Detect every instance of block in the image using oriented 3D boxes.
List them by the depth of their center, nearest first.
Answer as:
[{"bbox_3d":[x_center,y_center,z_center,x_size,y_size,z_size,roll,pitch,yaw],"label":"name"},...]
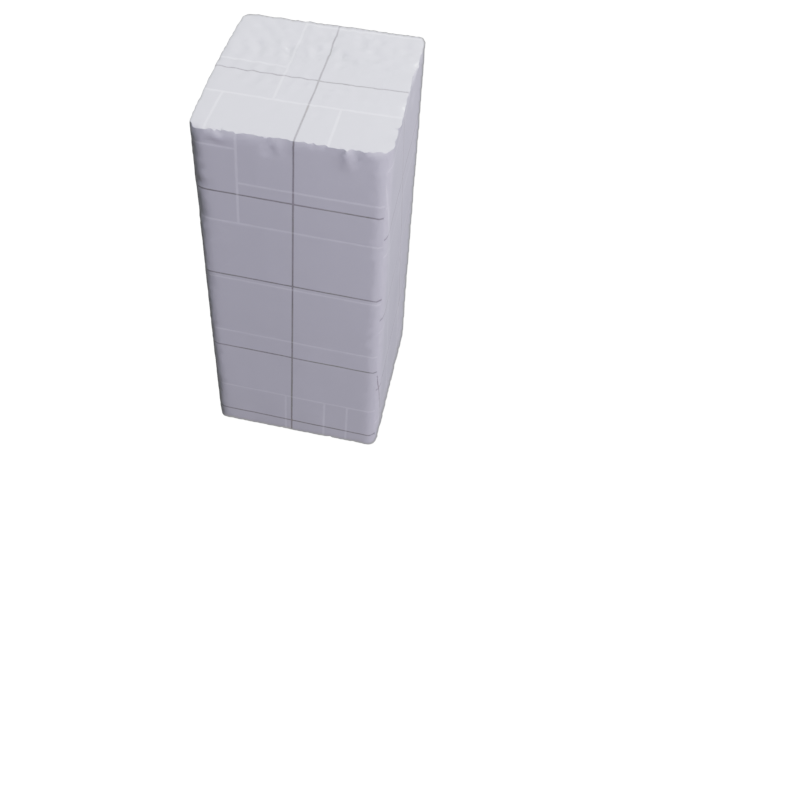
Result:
[{"bbox_3d":[-0.044,-0.080,0.563,0.092,0.095,0.192,11,-41,6],"label":"block"}]
